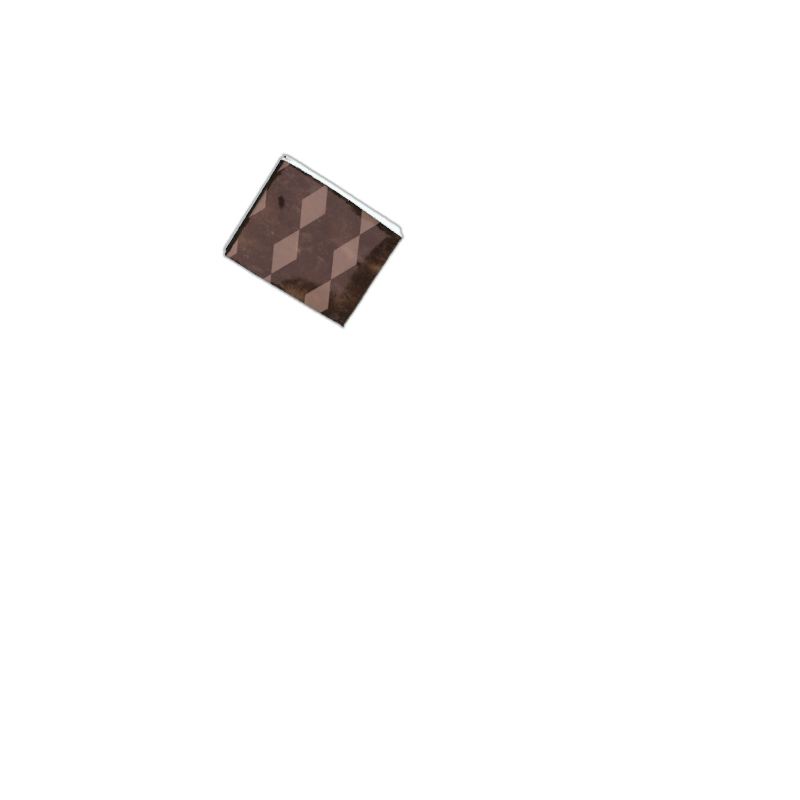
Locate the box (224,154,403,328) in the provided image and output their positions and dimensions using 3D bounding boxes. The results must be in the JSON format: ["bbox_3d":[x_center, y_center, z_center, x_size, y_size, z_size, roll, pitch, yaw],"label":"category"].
[{"bbox_3d":[-0.068,-0.123,0.864,0.112,0.089,0.040,33,10,-7],"label":"box"}]
